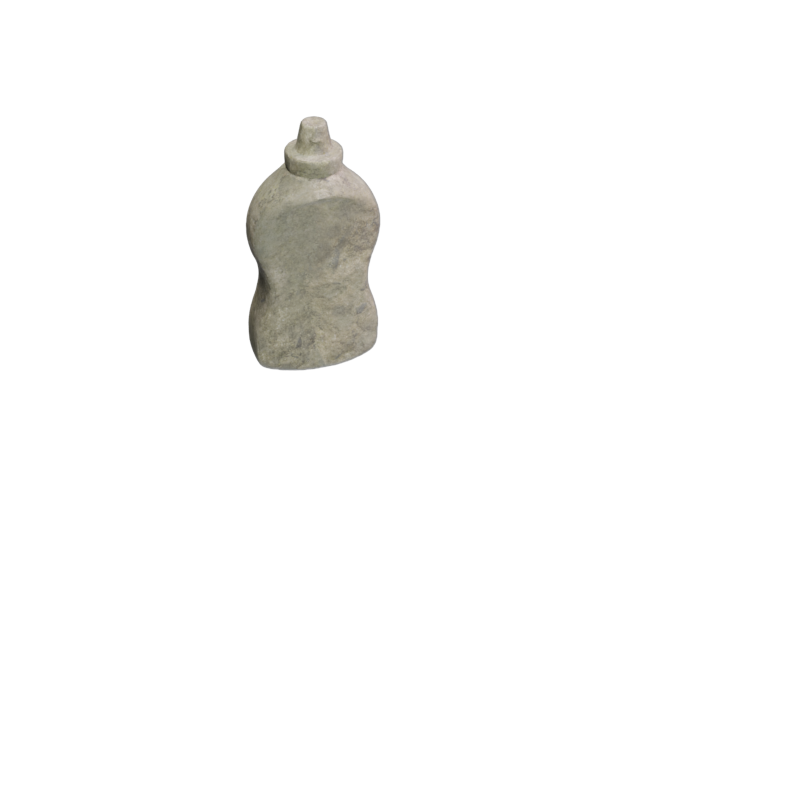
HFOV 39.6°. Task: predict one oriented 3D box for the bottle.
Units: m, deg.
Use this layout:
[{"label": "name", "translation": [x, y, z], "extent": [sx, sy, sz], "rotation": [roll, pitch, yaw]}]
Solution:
[{"label": "bottle", "translation": [-0.062, -0.114, 0.800], "extent": [0.095, 0.180, 0.063], "rotation": [-8, 35, -14]}]
